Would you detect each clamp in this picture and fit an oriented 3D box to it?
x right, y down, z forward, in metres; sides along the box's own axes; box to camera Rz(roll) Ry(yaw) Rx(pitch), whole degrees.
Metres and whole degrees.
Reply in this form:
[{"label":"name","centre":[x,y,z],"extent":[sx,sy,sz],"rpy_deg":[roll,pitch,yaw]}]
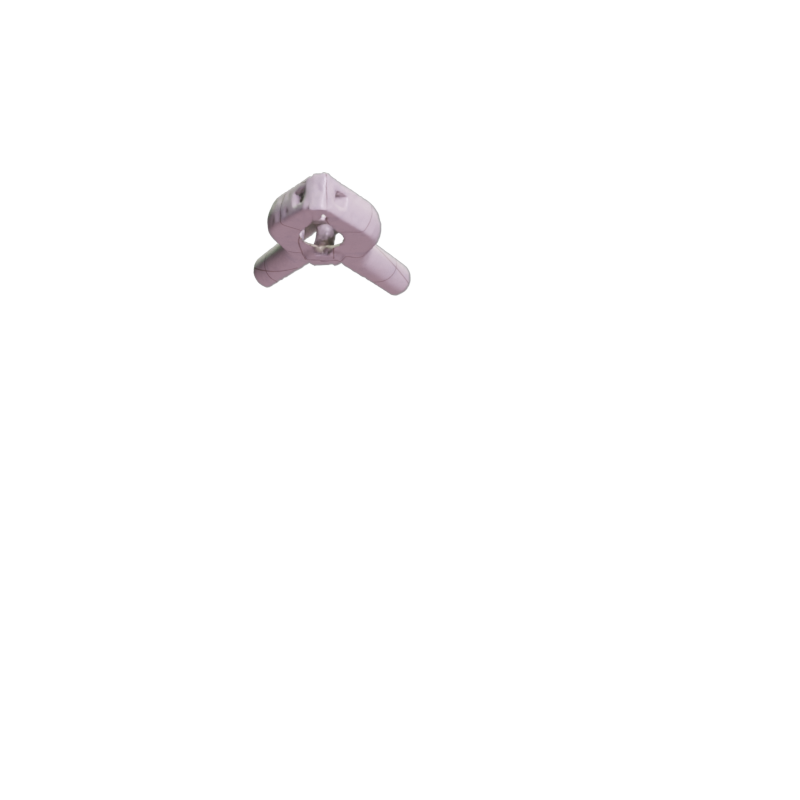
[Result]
[{"label":"clamp","centre":[-0.063,-0.114,0.798],"extent":[0.121,0.041,0.161],"rpy_deg":[-4,-20,9]}]
